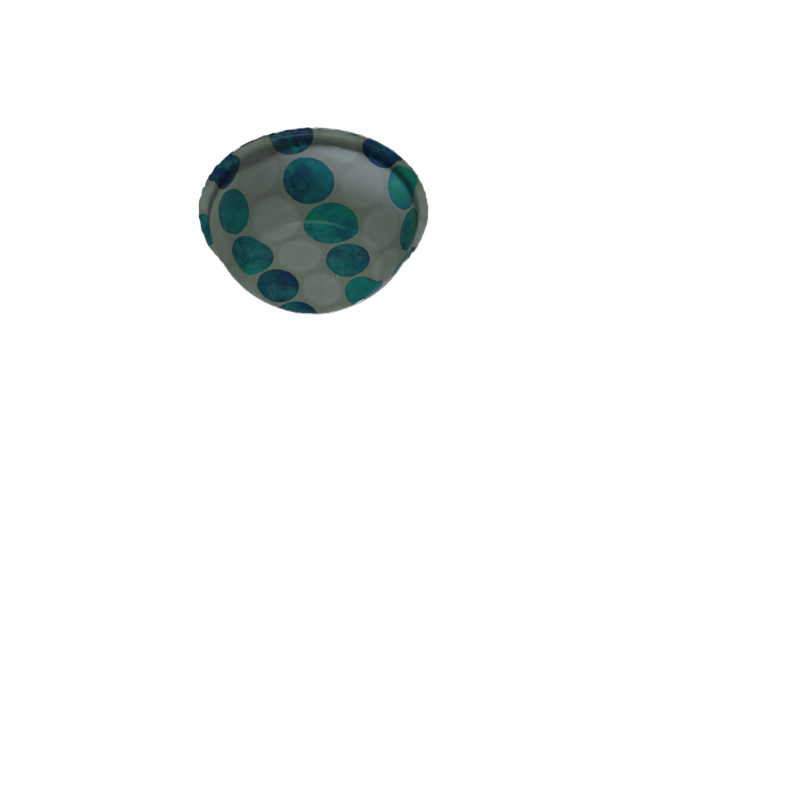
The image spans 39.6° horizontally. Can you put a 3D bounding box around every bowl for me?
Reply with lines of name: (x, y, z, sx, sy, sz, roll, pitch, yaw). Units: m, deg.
bowl: (-0.060, -0.109, 0.762, 0.162, 0.059, 0.151, 1, -41, -1)
